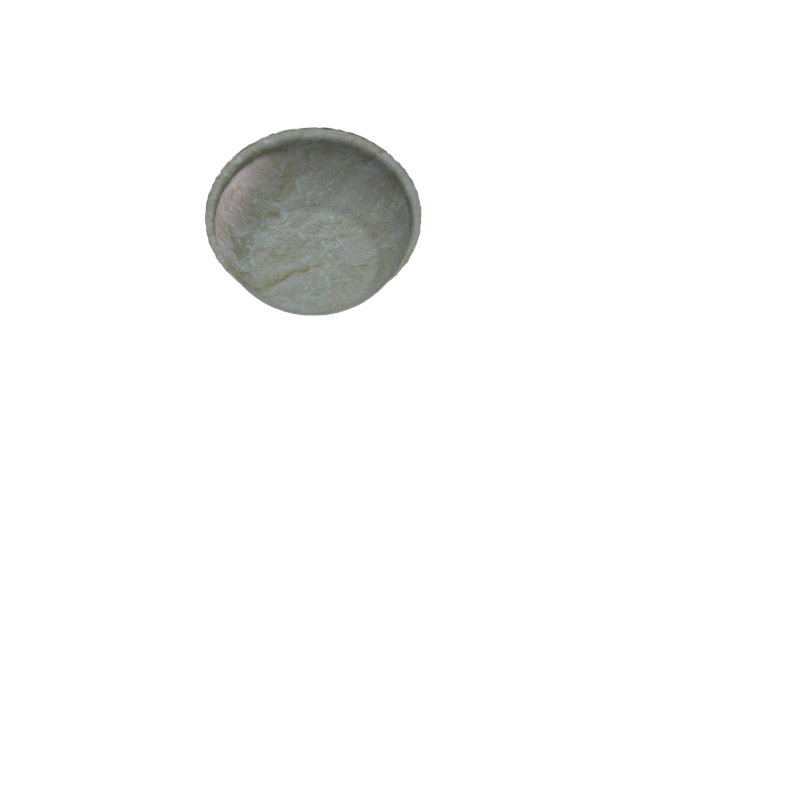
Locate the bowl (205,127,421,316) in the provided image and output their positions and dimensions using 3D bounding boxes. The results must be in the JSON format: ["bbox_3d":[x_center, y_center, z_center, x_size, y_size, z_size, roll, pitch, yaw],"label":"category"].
[{"bbox_3d":[-0.063,-0.115,0.805,0.162,0.151,0.059,1,39,-1],"label":"bowl"}]
